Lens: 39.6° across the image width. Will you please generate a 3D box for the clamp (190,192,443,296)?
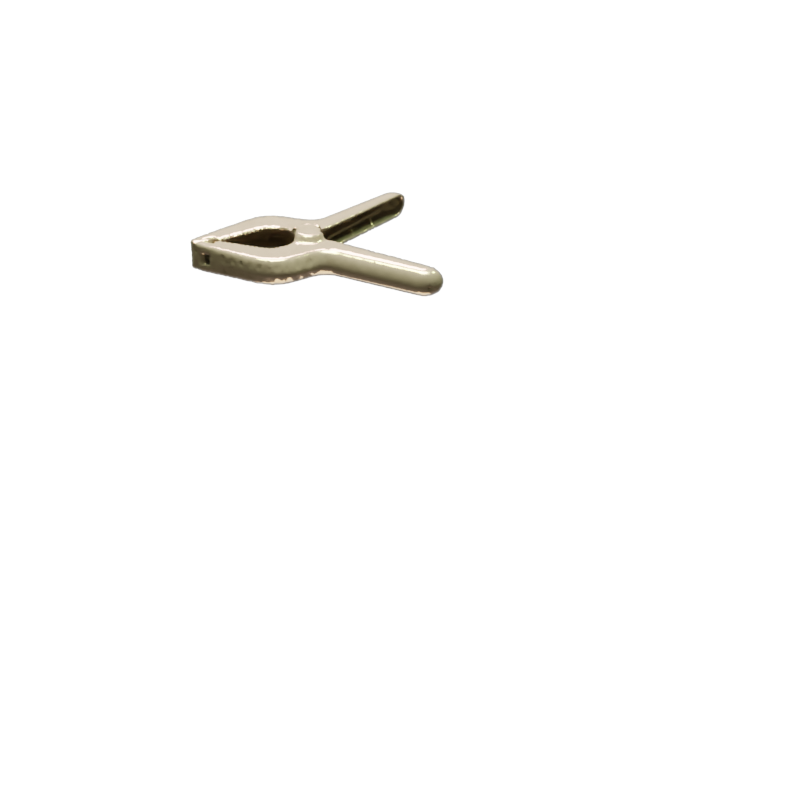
[{"bbox_3d":[-0.076,-0.139,0.972,0.209,0.034,0.175,-1,33,-2],"label":"clamp"}]
